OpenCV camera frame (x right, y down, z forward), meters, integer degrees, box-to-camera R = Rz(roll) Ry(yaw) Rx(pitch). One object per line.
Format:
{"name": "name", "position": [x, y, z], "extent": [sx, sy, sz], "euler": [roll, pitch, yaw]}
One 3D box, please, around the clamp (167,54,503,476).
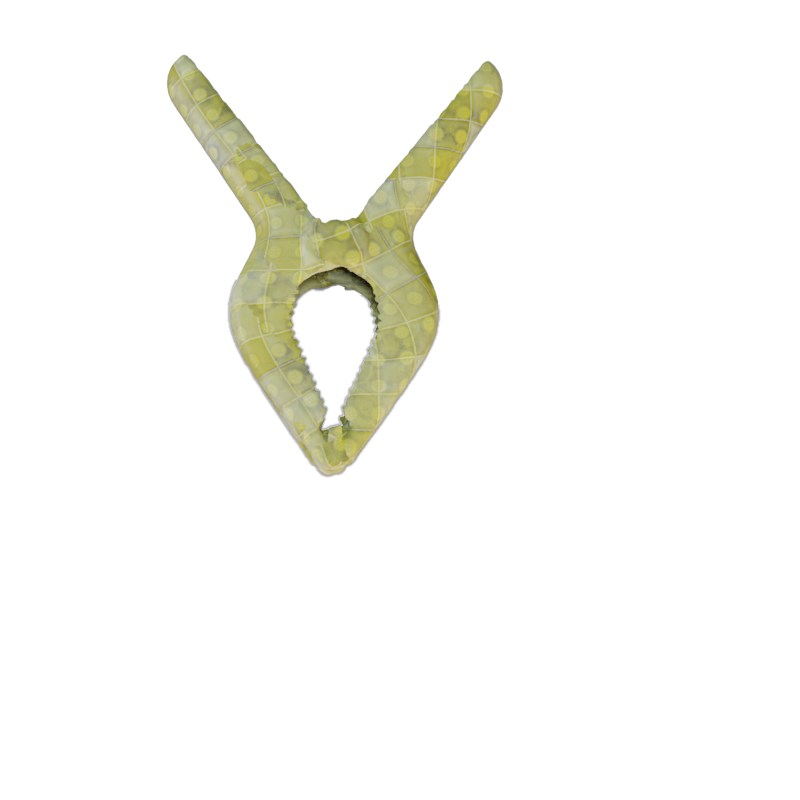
{"name": "clamp", "position": [-0.041, -0.074, 0.518], "extent": [0.165, 0.219, 0.035], "euler": [6, -20, 2]}
